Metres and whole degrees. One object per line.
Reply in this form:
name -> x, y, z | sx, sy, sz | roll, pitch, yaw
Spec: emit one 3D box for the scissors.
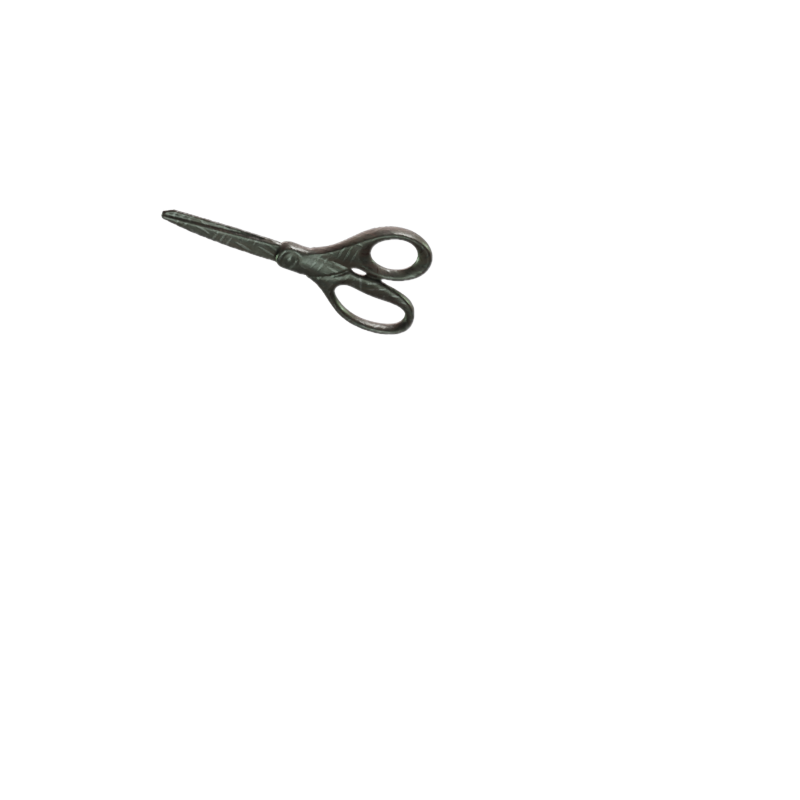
scissors -> -0.063, -0.114, 0.802 | 0.194, 0.094, 0.017 | 32, 26, -18
